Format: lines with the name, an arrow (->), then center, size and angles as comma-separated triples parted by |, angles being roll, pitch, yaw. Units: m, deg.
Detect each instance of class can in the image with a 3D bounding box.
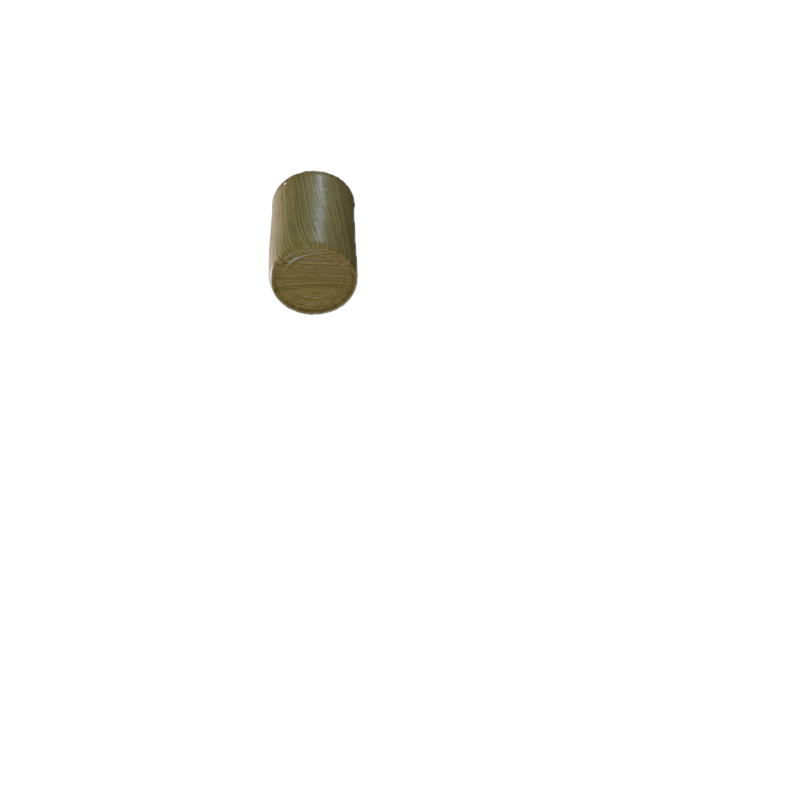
can -> -0.068, -0.124, 0.866 | 0.068, 0.064, 0.110 | -1, 41, -3
